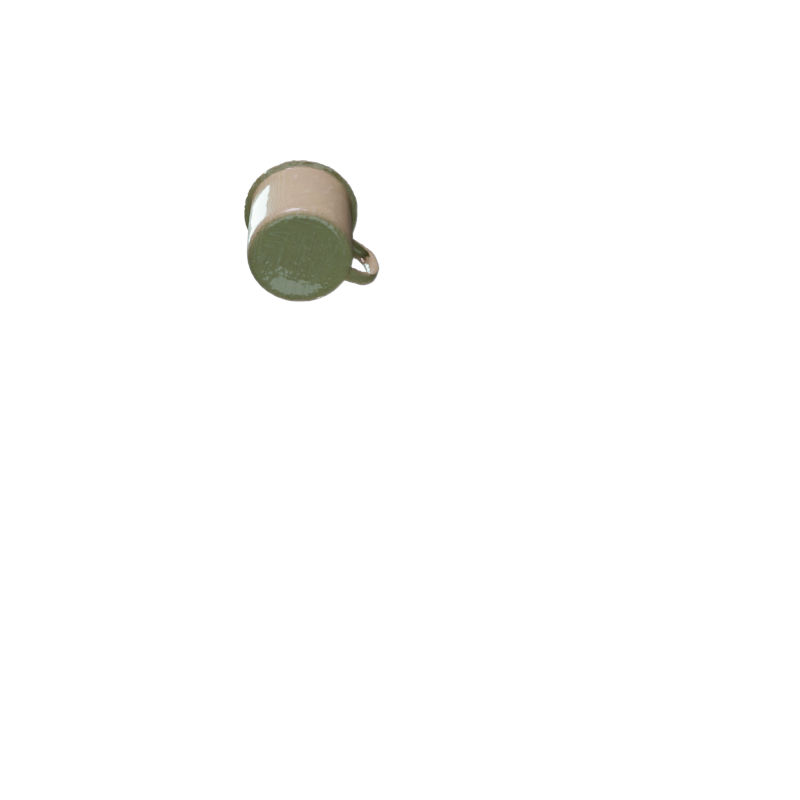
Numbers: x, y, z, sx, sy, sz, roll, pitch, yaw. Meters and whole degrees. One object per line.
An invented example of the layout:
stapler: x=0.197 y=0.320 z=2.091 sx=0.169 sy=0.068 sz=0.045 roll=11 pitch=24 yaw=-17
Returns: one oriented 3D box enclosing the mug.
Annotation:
mug: x=-0.068 y=-0.125 z=0.873 sx=0.113 sy=0.091 sz=0.087 roll=30 pitch=26 yaw=-18
